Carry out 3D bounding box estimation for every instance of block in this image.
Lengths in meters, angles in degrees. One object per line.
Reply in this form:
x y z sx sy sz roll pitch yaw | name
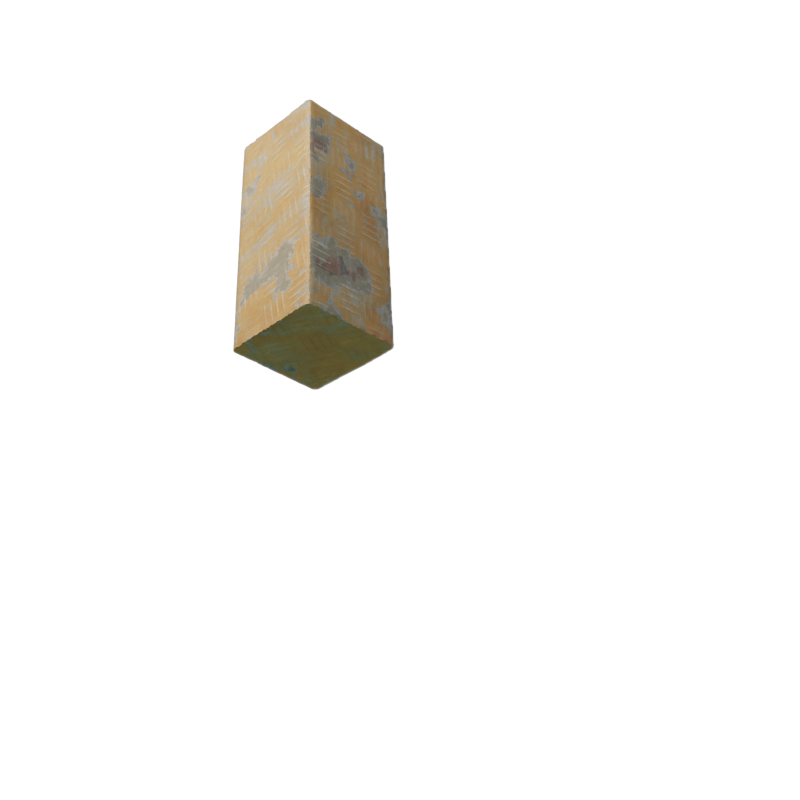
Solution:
-0.071 -0.128 0.898 0.085 0.221 0.090 28 -45 -36 | block
